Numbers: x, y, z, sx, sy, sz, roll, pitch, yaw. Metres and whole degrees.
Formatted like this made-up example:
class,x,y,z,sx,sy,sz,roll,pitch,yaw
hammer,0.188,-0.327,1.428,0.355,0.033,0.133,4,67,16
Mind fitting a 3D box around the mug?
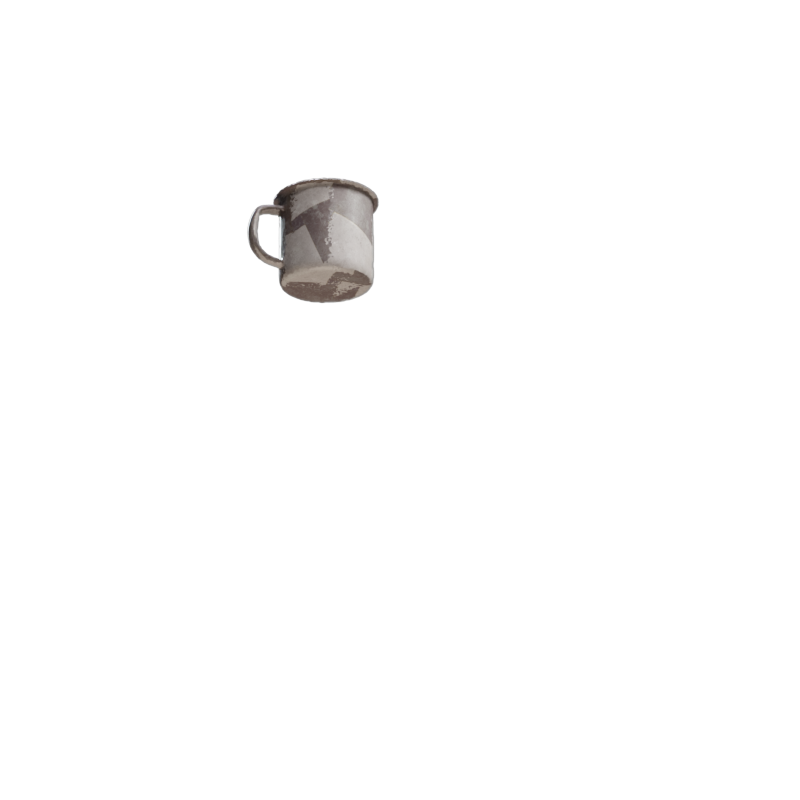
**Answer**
class,x,y,z,sx,sy,sz,roll,pitch,yaw
mug,-0.075,-0.136,0.954,0.113,0.086,0.092,8,-23,-23
